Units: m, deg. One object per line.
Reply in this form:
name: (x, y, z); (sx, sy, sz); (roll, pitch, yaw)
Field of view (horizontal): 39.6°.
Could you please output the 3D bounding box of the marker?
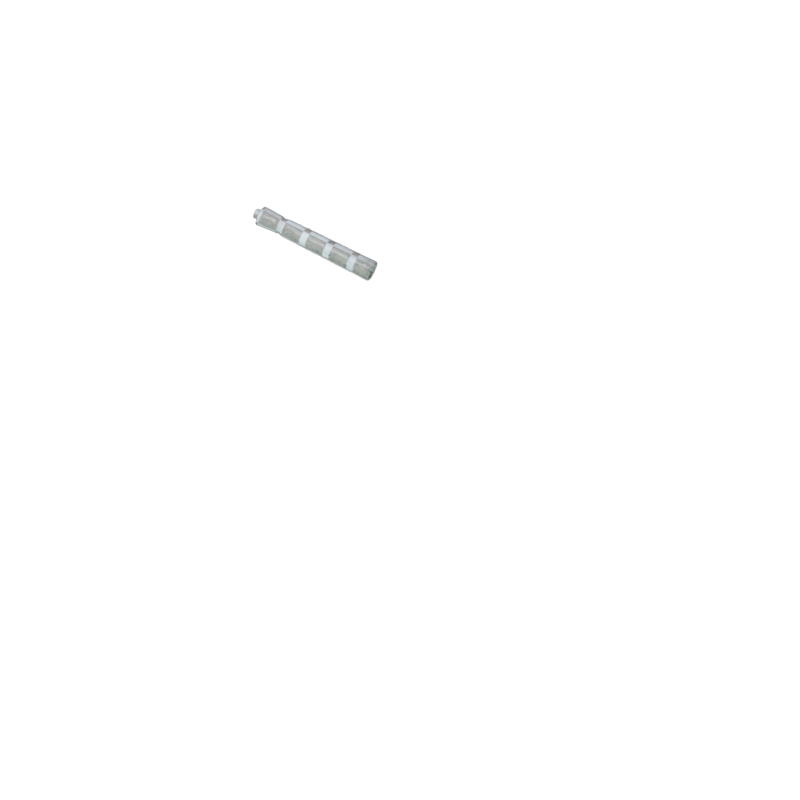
marker: (-0.078, -0.141, 0.991); (0.125, 0.019, 0.019); (28, 10, 13)
